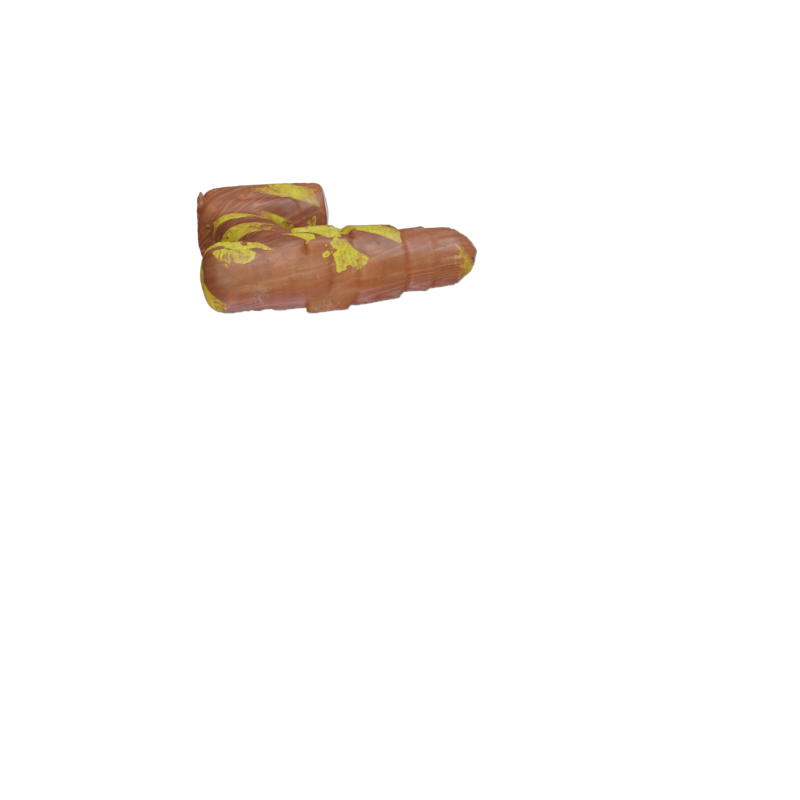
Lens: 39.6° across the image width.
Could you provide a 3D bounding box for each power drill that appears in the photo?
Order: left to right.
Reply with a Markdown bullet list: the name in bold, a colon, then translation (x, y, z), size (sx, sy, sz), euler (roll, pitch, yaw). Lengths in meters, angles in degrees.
- **power drill**: translation (-0.061, -0.112, 0.784), size (0.181, 0.055, 0.198), euler (-6, 20, -17)
